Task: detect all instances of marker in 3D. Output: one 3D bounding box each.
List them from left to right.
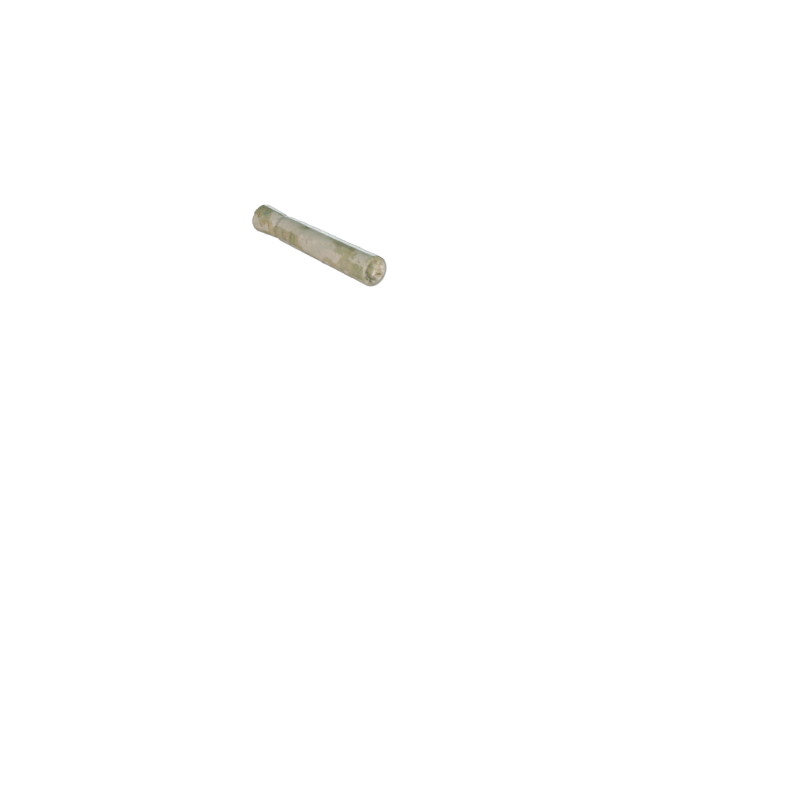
[{"bbox_3d":[-0.054,-0.099,0.691,0.019,0.019,0.129,-3,24,-40],"label":"marker"}]
